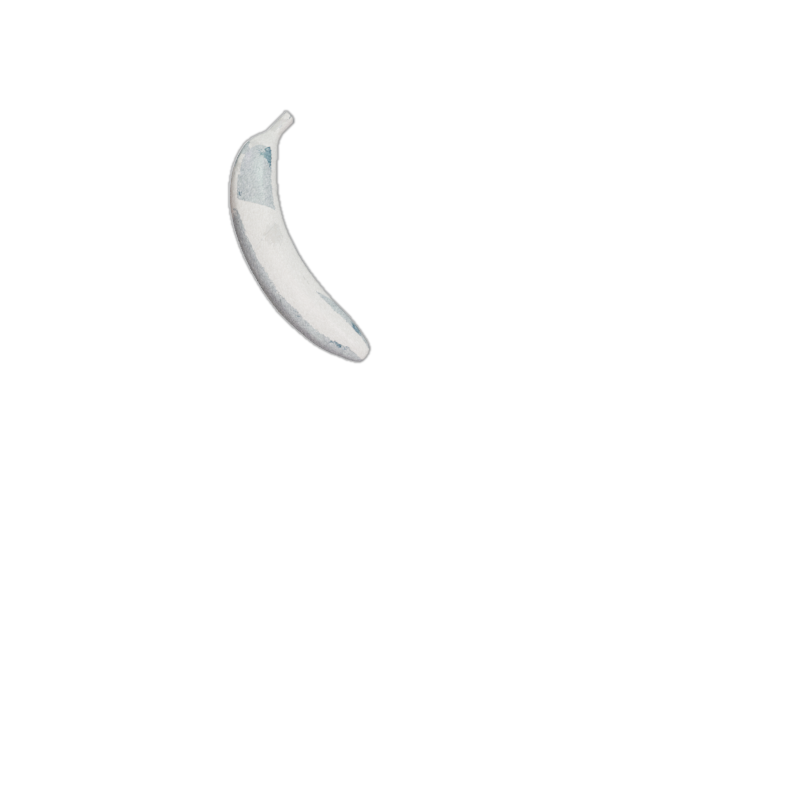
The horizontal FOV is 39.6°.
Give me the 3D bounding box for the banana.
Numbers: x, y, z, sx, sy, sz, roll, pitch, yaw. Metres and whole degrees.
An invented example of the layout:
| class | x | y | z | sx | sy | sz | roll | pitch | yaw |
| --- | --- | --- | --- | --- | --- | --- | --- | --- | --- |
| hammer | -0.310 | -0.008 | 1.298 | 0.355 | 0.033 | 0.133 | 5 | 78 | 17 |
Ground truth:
| class | x | y | z | sx | sy | sz | roll | pitch | yaw |
| --- | --- | --- | --- | --- | --- | --- | --- | --- | --- |
| banana | -0.083 | -0.115 | 0.822 | 0.069 | 0.201 | 0.036 | -18 | -6 | -2 |
